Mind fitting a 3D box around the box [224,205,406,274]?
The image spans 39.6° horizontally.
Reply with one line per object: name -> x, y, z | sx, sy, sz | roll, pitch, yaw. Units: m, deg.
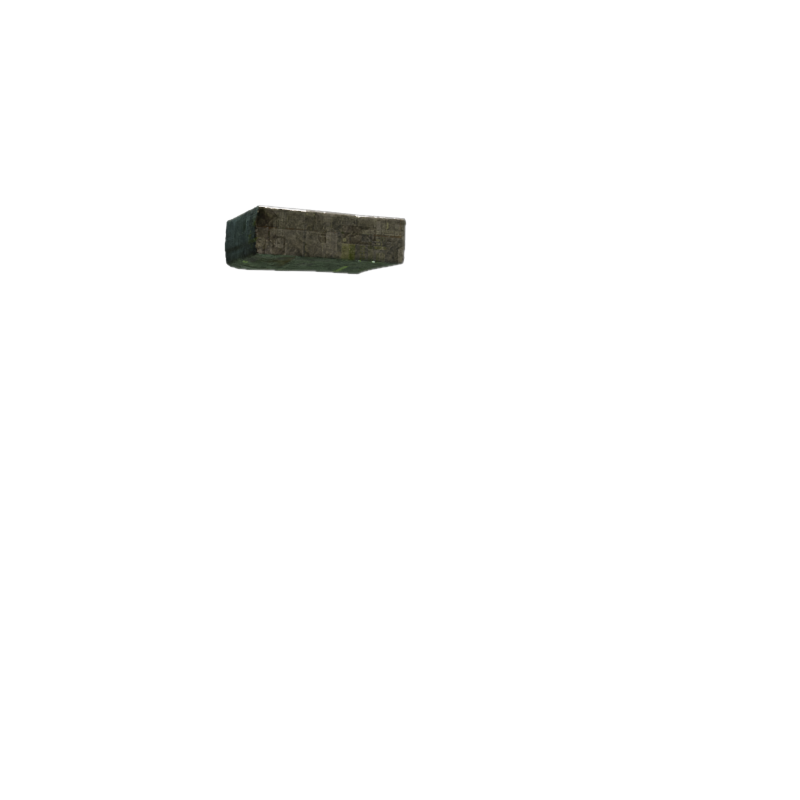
box -> -0.064, -0.116, 0.811 | 0.111, 0.039, 0.091 | 0, 0, -21
